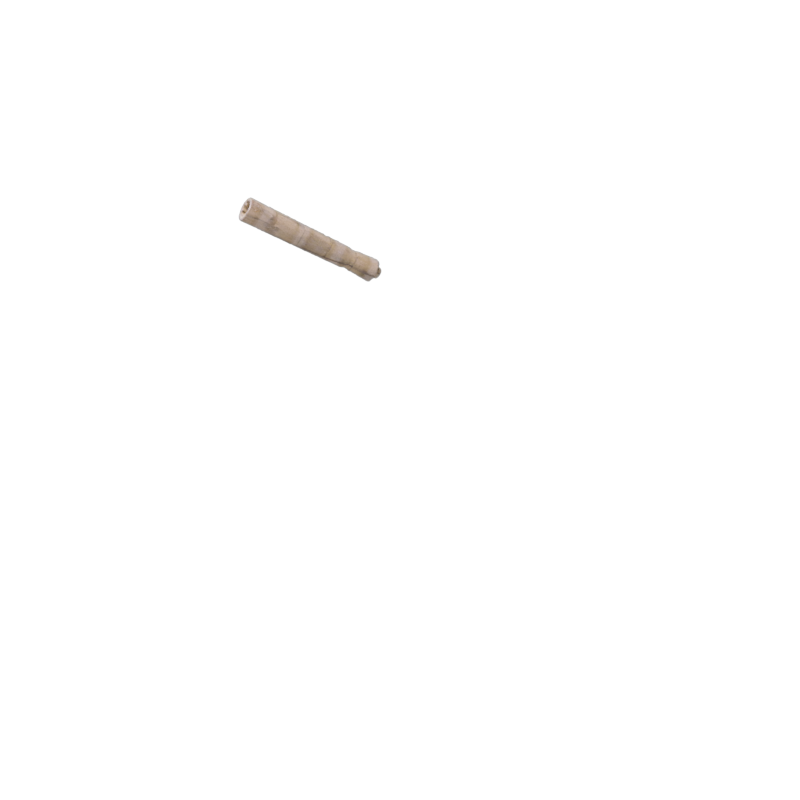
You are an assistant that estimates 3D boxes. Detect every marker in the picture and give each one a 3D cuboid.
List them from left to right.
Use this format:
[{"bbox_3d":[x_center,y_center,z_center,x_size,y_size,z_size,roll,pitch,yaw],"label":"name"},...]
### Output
[{"bbox_3d":[-0.066,-0.120,0.838,0.115,0.020,0.020,23,-7,-23],"label":"marker"}]
